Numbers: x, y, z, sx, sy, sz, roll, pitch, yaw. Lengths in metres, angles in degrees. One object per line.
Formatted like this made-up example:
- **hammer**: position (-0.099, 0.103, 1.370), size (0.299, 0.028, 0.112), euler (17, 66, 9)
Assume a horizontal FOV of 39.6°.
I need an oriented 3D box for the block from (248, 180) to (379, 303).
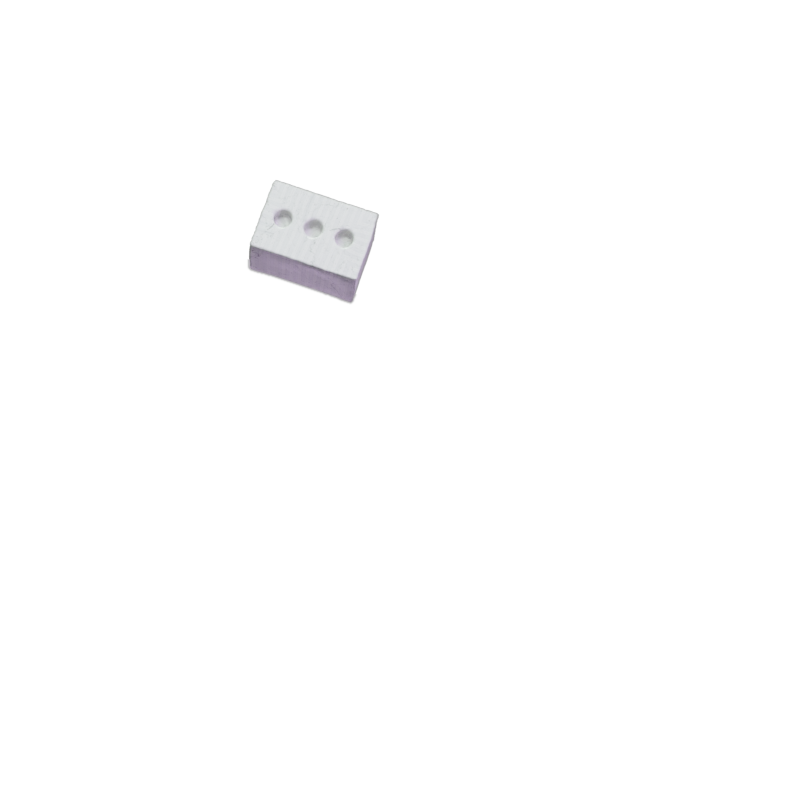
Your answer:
- **block**: position (-0.060, -0.109, 0.765), size (0.079, 0.054, 0.049), euler (18, -17, 5)
